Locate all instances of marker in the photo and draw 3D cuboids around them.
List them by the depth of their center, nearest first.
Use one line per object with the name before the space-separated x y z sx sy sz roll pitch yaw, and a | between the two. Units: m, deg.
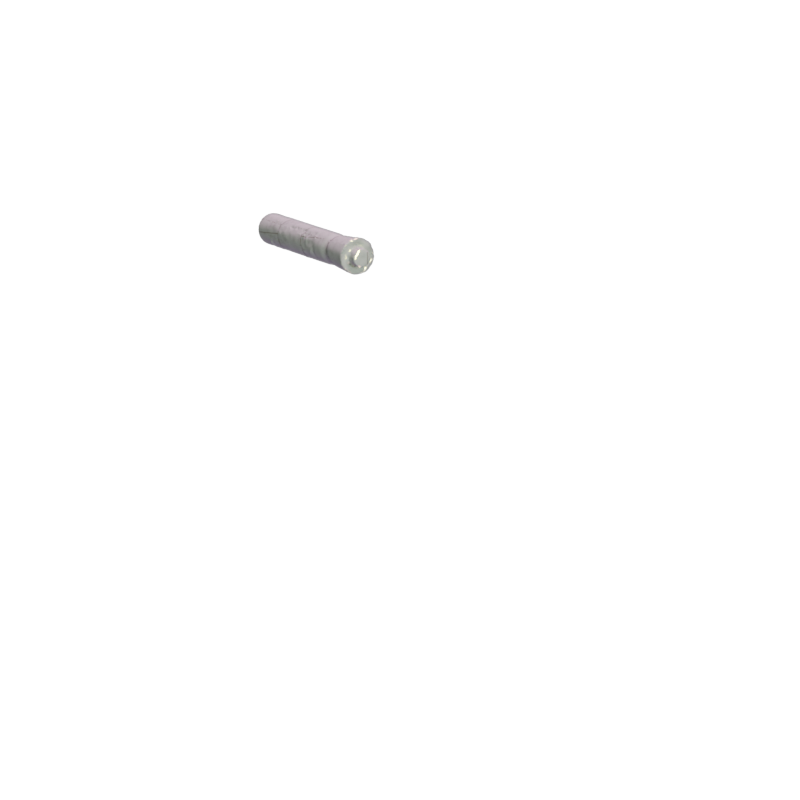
marker | -0.047 -0.086 0.604 0.019 0.019 0.127 -2 15 -27
